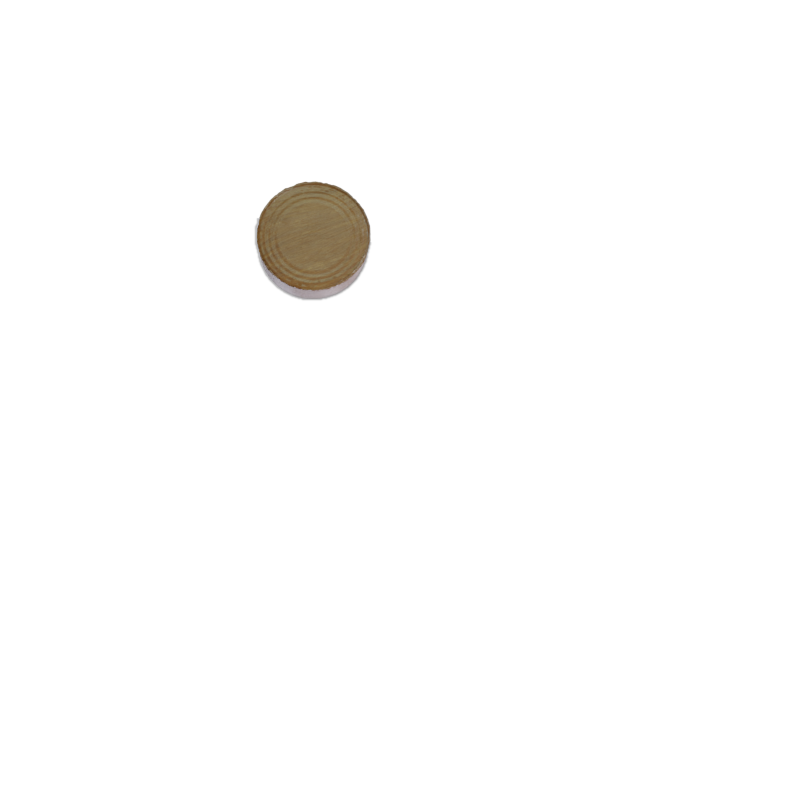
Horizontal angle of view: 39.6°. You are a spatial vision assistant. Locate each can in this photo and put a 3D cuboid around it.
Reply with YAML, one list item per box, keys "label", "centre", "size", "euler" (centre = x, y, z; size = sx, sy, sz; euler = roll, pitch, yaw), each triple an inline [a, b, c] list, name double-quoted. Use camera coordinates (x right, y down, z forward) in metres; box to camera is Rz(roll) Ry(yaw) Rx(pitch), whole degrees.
- label: "can"
  centre: [-0.066, -0.120, 0.842]
  size: [0.086, 0.089, 0.032]
  euler: [-1, -17, -1]
